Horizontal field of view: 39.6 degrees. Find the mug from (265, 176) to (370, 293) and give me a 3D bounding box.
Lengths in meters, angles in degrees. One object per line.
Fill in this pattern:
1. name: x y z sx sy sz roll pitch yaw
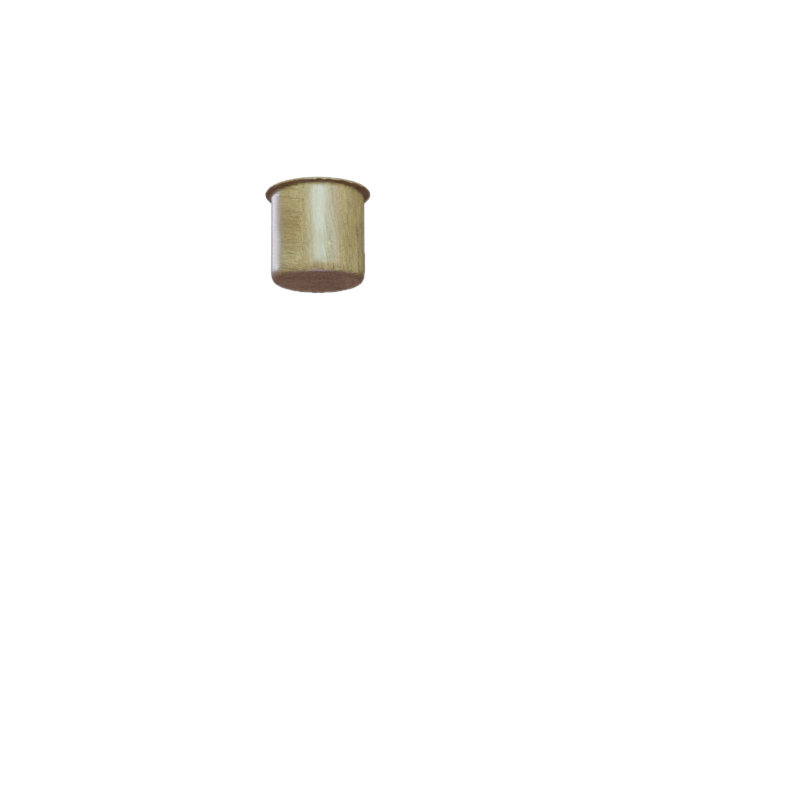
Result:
1. mug: -0.077 -0.140 0.979 0.090 0.084 0.117 5 -12 -22
